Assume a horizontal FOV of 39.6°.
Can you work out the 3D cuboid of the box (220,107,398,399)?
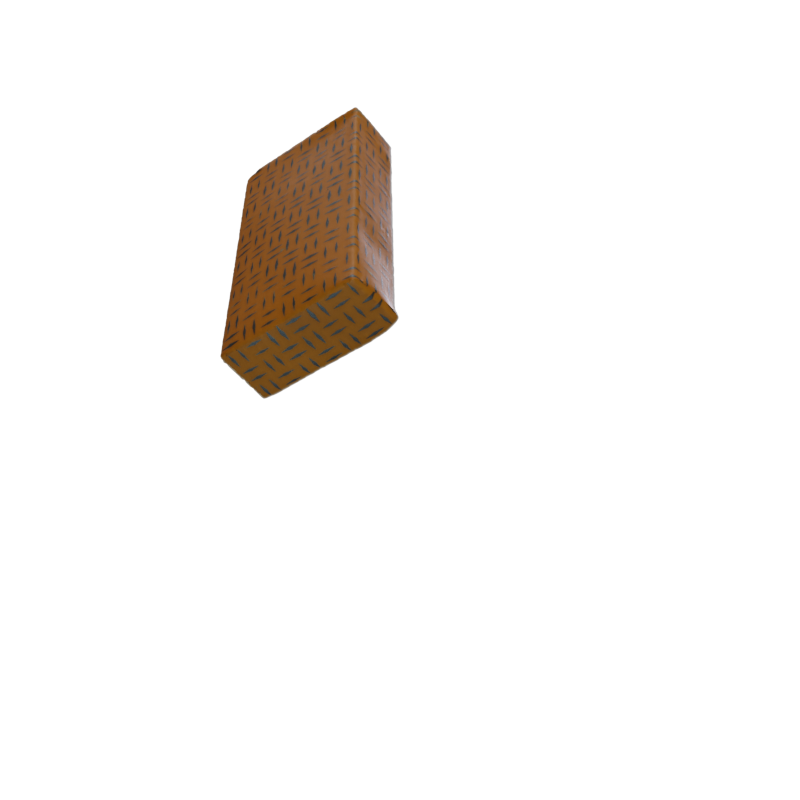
[{"bbox_3d":[-0.051,-0.092,0.647,0.093,0.189,0.045,-29,-52,21],"label":"box"}]
